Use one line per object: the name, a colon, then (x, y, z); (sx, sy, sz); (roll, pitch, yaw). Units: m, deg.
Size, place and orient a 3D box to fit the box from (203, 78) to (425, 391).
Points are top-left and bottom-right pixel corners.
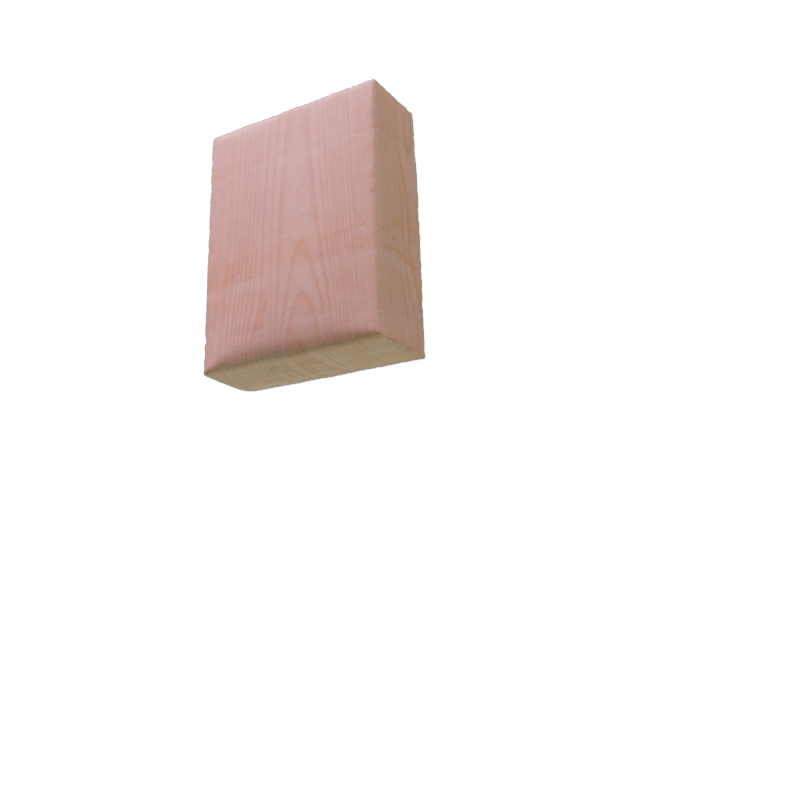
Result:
box: (-0.069, -0.125, 0.877); (0.167, 0.225, 0.067); (-14, -26, 29)
